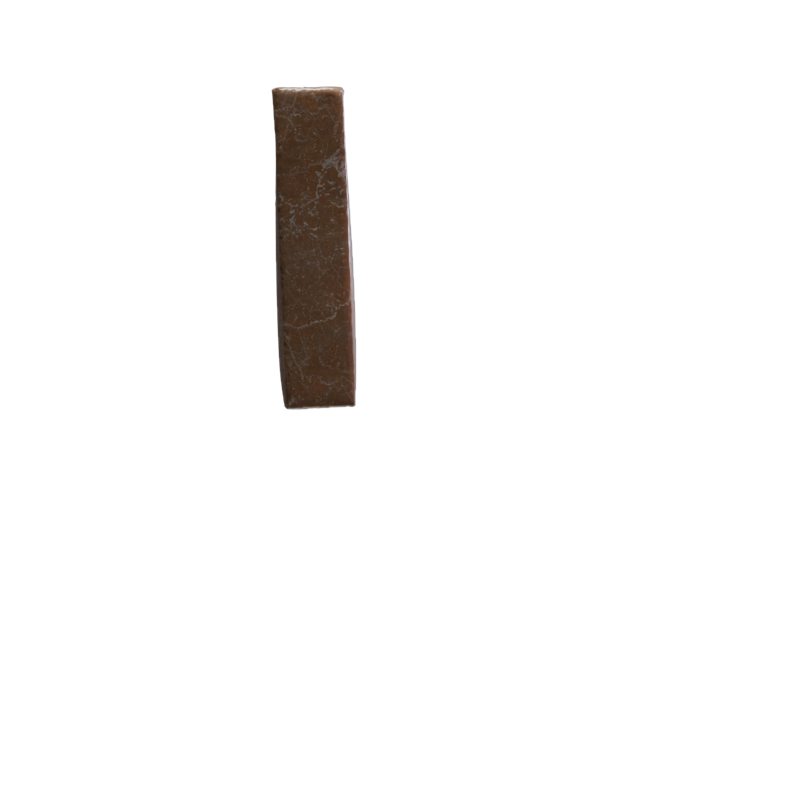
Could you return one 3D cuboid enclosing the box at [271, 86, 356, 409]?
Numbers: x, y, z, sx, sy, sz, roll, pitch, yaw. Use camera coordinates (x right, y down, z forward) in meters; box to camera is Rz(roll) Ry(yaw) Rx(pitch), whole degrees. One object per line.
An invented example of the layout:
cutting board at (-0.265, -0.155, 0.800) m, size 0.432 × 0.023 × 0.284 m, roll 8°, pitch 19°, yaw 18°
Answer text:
box at (-0.050, -0.092, 0.643) m, size 0.048 × 0.173 × 0.095 m, roll 0°, pitch 8°, yaw -5°
